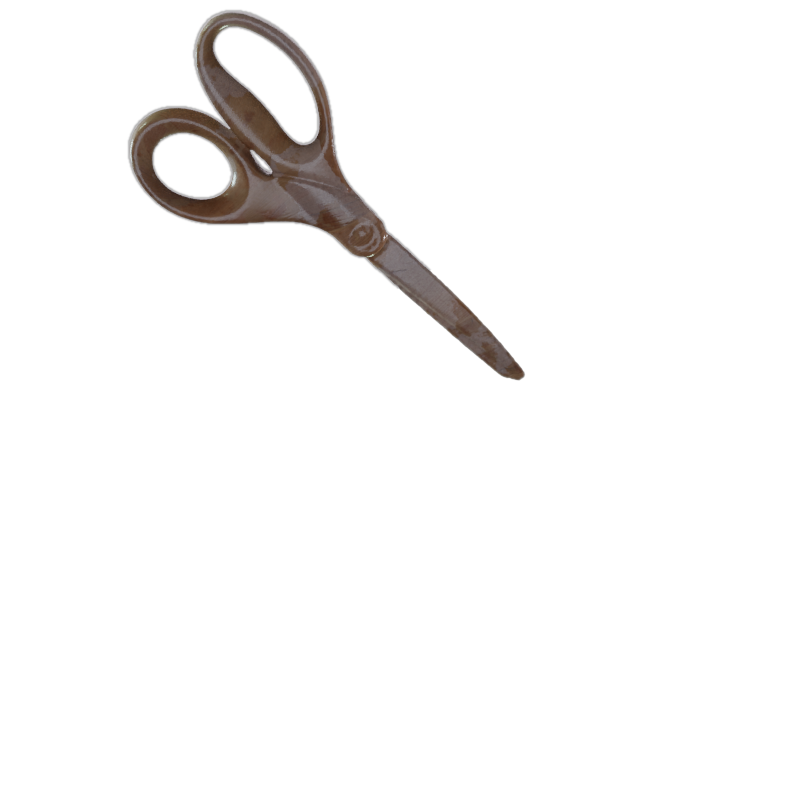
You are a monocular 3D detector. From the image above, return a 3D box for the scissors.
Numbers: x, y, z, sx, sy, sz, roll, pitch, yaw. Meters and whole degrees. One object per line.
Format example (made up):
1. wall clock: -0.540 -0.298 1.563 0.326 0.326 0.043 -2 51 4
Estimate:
1. scissors: -0.037 -0.067 0.470 0.096 0.195 0.016 -30 13 8
